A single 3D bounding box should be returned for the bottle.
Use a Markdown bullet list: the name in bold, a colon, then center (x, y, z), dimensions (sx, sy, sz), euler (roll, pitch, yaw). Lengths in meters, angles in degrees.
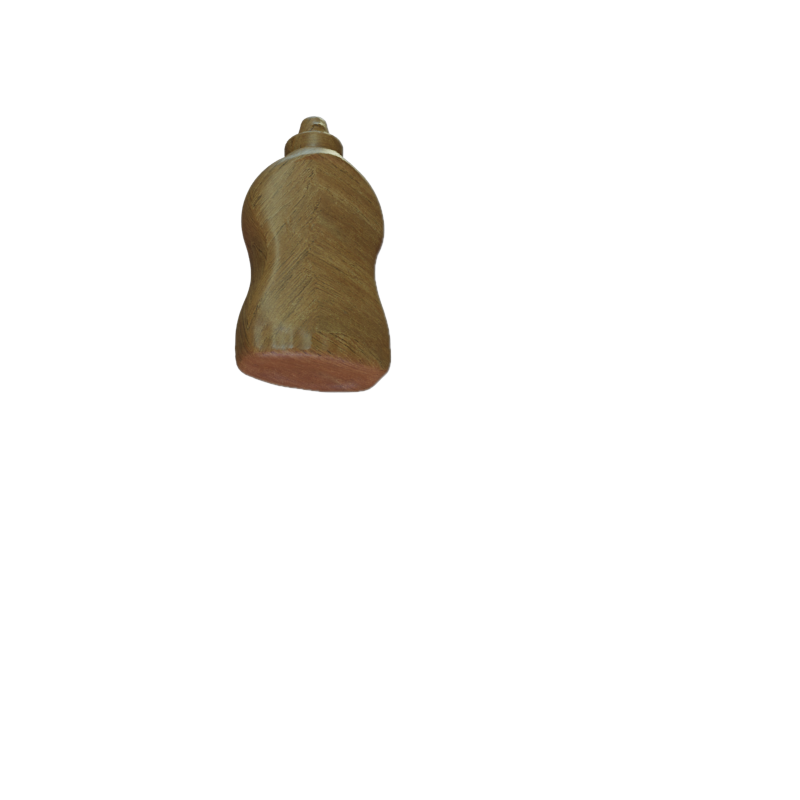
- **bottle**: center (-0.057, -0.105, 0.730), dimensions (0.093, 0.204, 0.056), euler (8, -29, -18)
